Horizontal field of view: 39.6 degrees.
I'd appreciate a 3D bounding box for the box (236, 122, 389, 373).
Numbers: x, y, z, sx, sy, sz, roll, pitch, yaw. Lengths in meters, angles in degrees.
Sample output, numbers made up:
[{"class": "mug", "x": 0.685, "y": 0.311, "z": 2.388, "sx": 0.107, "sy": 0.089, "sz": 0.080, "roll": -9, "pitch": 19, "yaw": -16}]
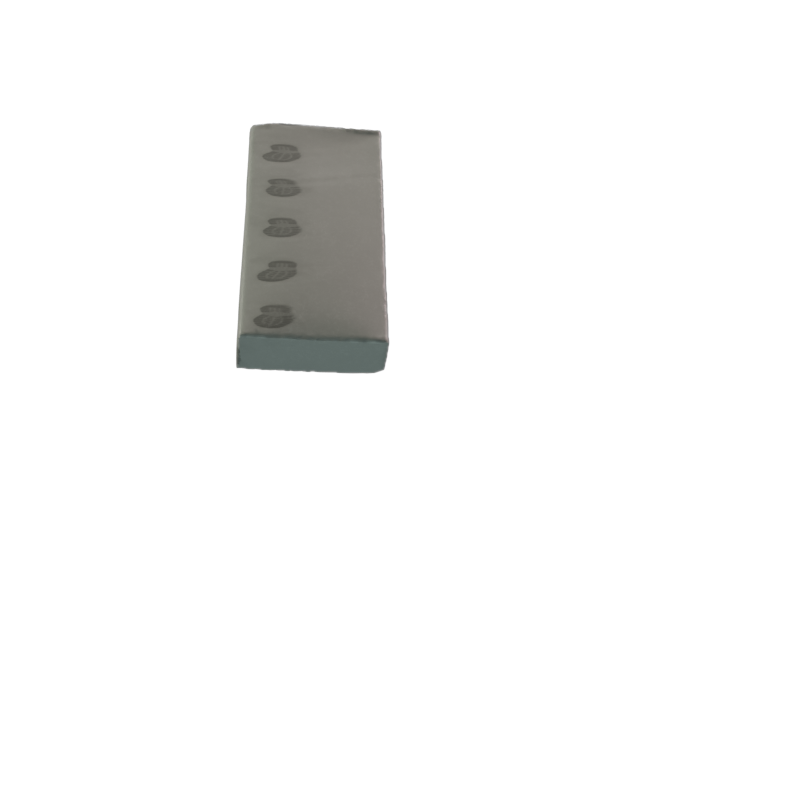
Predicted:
[{"class": "box", "x": -0.057, "y": -0.103, "z": 0.723, "sx": 0.093, "sy": 0.188, "sz": 0.045, "roll": 1, "pitch": -33, "yaw": -6}]
